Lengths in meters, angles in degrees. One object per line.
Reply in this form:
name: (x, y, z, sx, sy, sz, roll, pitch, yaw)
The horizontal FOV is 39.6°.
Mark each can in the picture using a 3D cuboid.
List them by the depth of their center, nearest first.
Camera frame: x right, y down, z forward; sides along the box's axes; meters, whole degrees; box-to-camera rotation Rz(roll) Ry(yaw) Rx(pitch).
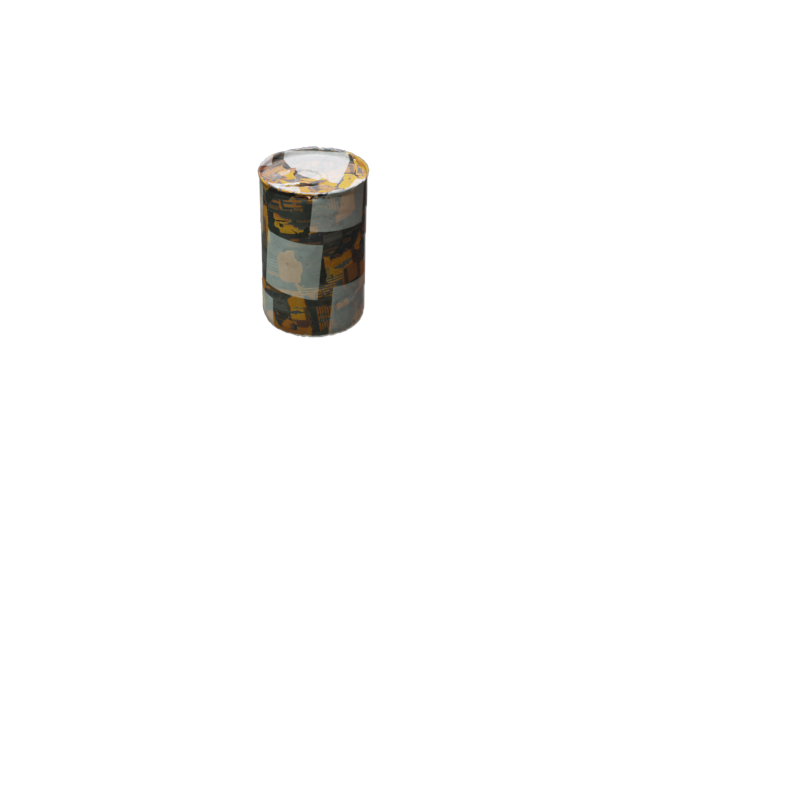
can: (-0.055, -0.100, 0.698, 0.068, 0.096, 0.073, 0, 32, -3)
